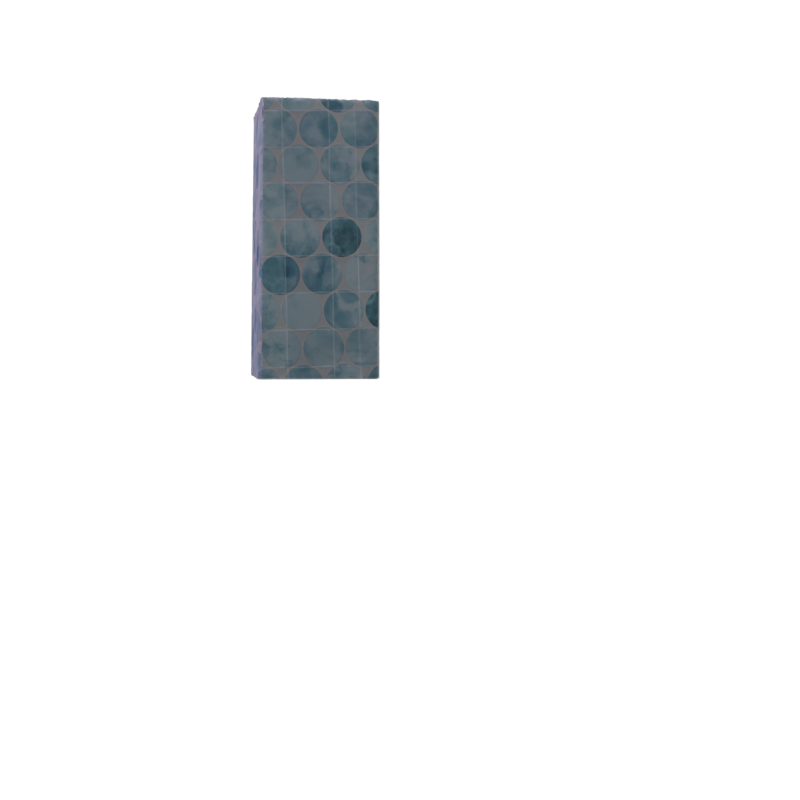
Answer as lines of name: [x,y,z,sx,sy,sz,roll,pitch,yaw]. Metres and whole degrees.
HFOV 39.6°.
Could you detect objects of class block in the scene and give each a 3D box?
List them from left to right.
block: [-0.066,-0.121,0.850,0.090,0.208,0.090,0,-3,-9]
